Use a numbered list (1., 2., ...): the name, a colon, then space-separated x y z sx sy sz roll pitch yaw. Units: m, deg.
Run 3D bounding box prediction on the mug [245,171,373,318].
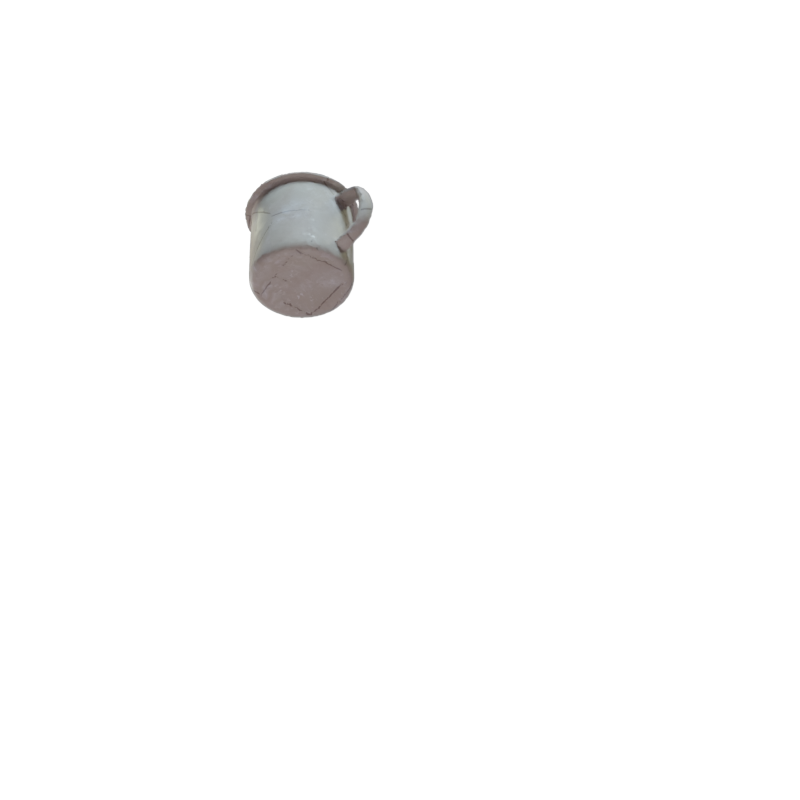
1. mug: -0.068 -0.125 0.872 0.117 0.087 0.087 -28 -49 26
